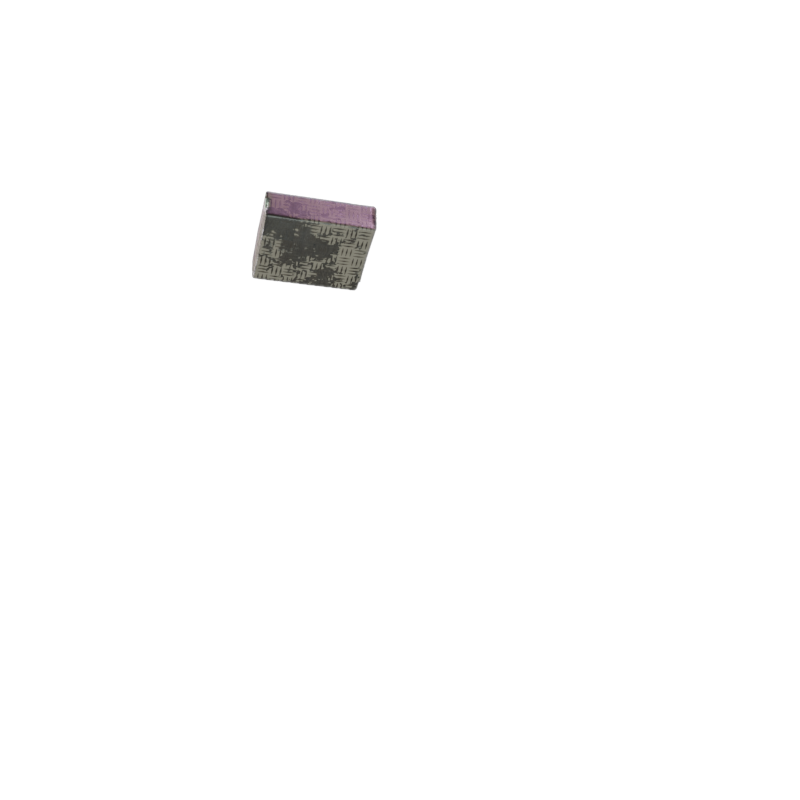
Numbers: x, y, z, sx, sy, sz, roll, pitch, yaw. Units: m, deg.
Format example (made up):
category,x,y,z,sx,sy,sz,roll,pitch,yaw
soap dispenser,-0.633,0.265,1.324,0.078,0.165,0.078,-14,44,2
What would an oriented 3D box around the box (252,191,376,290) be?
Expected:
category,x,y,z,sx,sy,sz,roll,pitch,yaw
box,-0.069,-0.126,0.879,0.088,0.032,0.069,7,-41,-9
